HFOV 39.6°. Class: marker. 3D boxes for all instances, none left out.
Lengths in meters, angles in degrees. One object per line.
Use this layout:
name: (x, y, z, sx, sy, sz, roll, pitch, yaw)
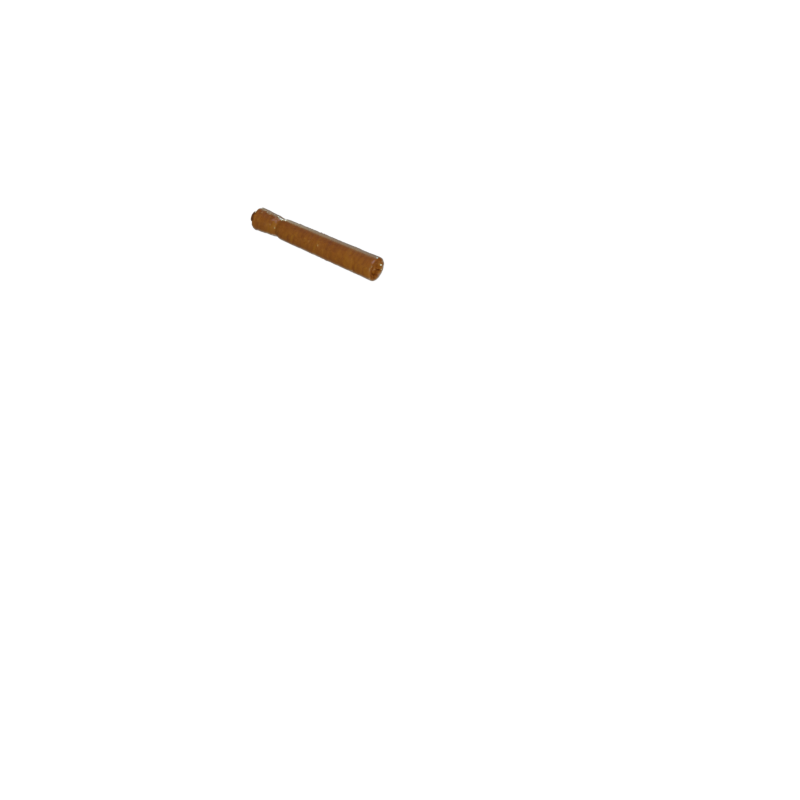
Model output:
marker: (-0.066, -0.120, 0.844, 0.128, 0.019, 0.019, 27, 17, 31)
